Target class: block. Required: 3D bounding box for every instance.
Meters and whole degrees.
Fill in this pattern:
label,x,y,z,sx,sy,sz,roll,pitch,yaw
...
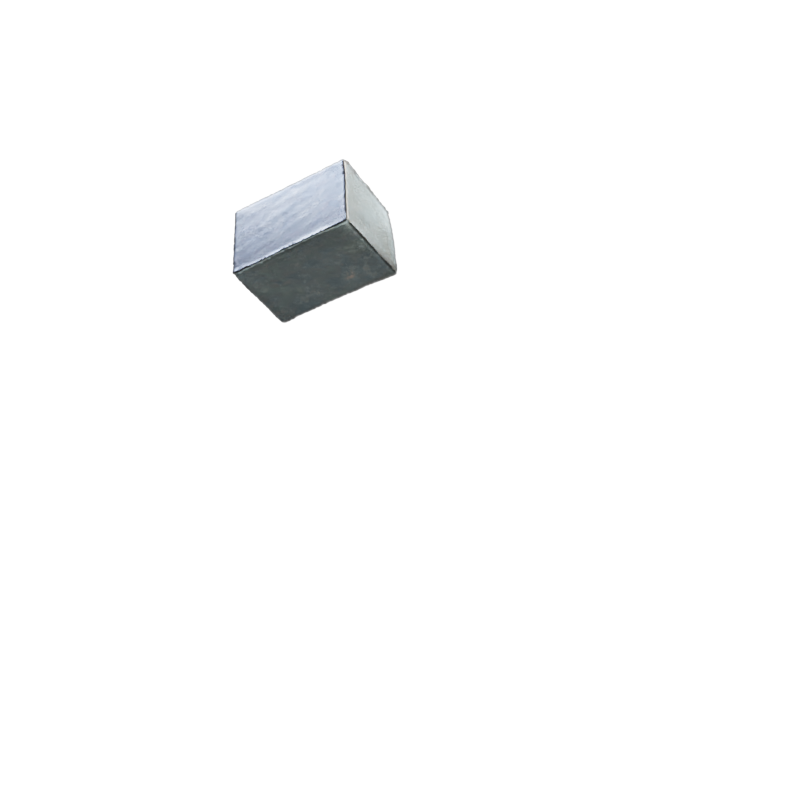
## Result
label,x,y,z,sx,sy,sz,roll,pitch,yaw
block,-0.049,-0.089,0.626,0.078,0.055,0.049,-21,-44,22
